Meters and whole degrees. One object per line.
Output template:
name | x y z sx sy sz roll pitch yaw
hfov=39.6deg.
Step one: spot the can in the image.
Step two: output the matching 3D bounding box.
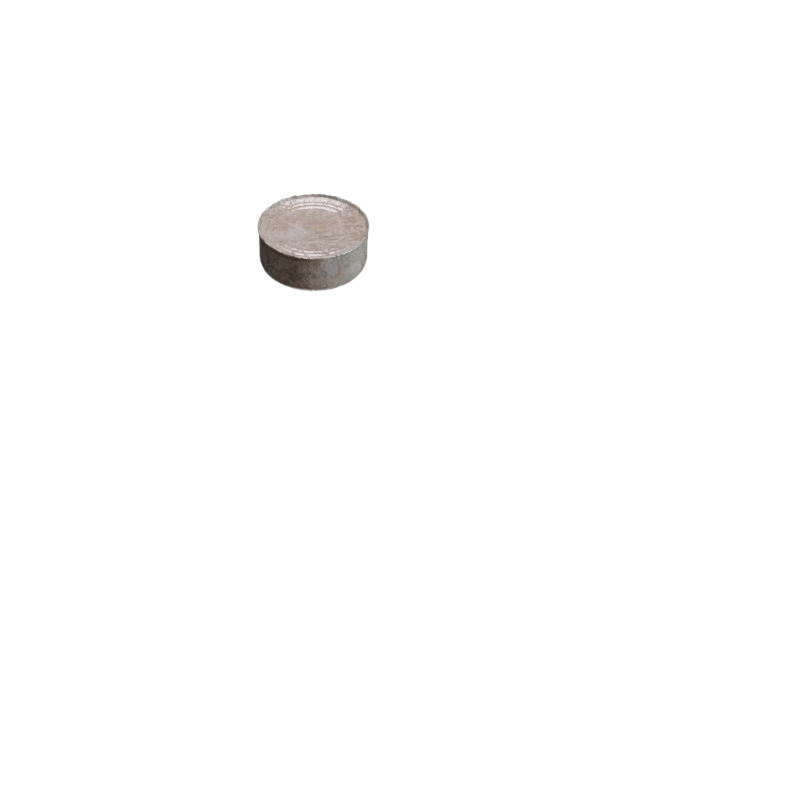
can | -0.067 -0.123 0.859 0.086 0.031 0.092 -1 41 -2
